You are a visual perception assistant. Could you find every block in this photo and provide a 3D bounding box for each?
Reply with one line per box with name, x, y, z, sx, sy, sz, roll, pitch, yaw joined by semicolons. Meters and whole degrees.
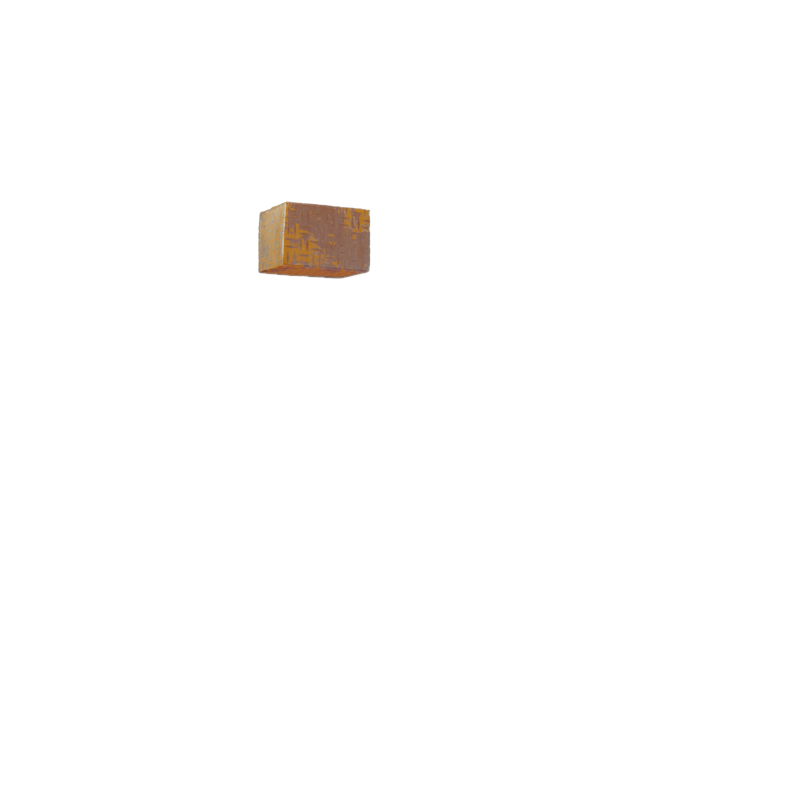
block;-0.070;-0.127;0.892;0.075;0.052;0.054;2;-5;-29
